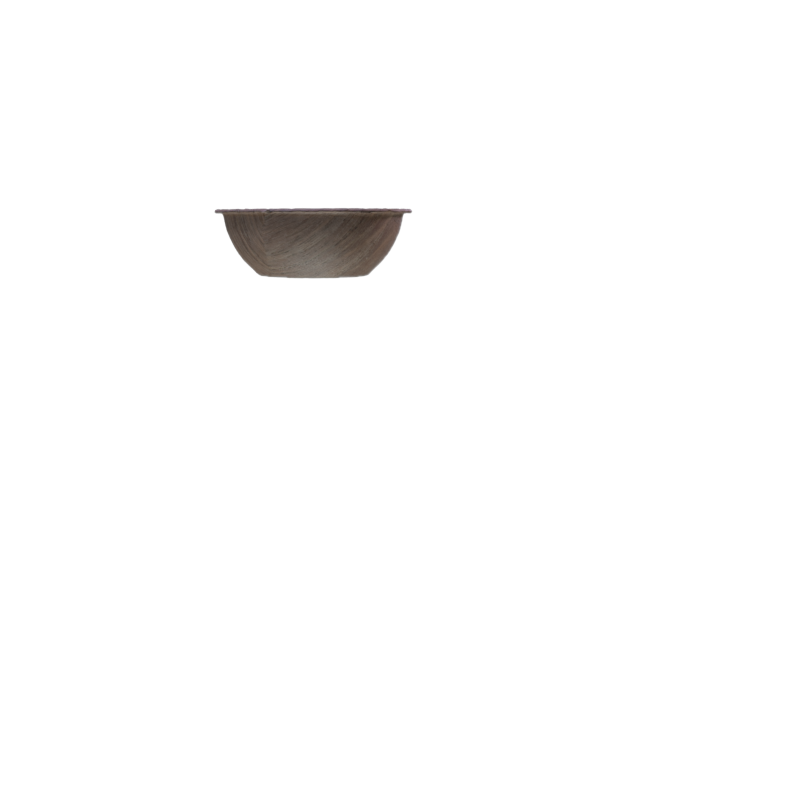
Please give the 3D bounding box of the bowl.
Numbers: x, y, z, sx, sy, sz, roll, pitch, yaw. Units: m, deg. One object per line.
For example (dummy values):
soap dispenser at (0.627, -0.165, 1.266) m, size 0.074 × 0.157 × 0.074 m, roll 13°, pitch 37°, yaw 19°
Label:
bowl at (-0.071, -0.130, 0.909) m, size 0.162 × 0.054 × 0.165 m, roll 0°, pitch 9°, yaw -2°
